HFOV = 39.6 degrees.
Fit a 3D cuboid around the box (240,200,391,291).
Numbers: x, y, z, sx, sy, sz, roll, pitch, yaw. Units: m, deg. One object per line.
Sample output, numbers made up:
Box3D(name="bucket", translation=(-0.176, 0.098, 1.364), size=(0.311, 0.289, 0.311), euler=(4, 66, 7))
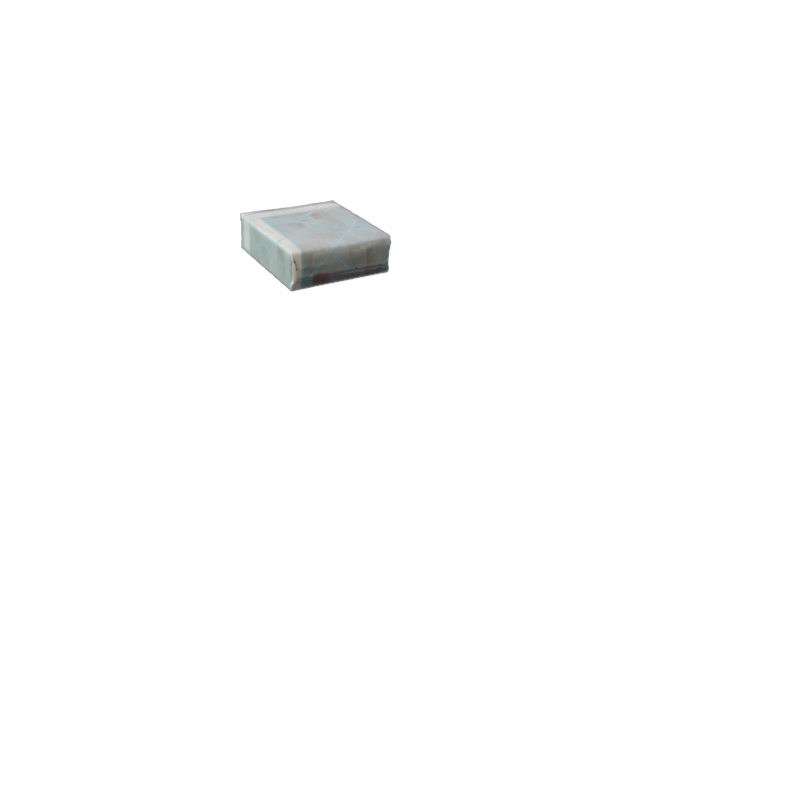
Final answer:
Box3D(name="box", translation=(-0.059, -0.107, 0.751), size=(0.072, 0.029, 0.096), euler=(-12, 29, -24))
